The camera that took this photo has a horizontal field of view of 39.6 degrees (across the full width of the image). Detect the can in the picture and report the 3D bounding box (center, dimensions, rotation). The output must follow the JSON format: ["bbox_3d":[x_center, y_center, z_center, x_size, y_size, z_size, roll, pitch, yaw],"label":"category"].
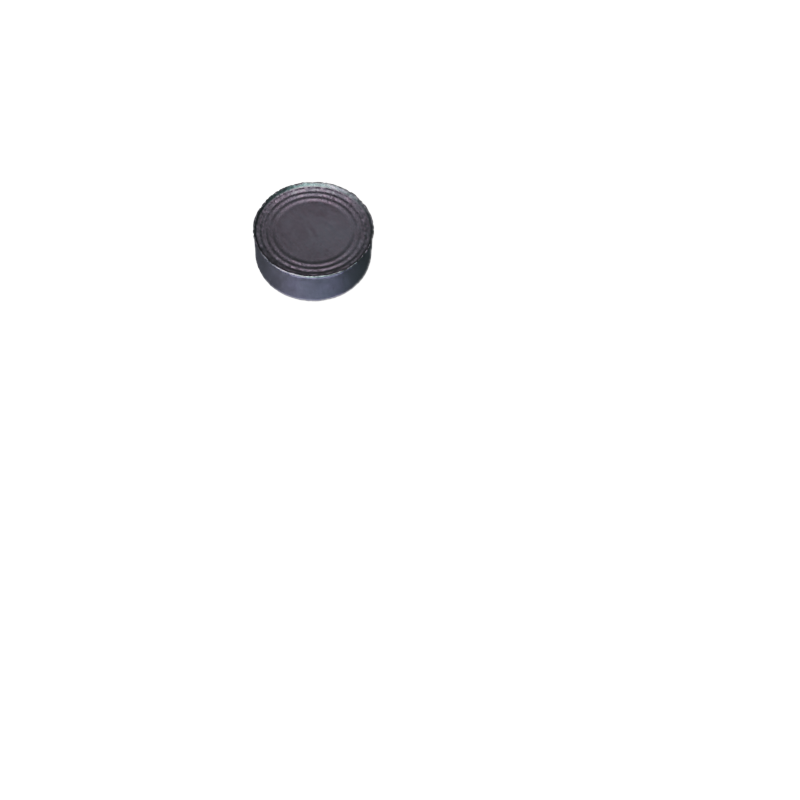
[{"bbox_3d":[-0.062,-0.114,0.796,0.086,0.092,0.031,-1,-34,-1],"label":"can"}]
